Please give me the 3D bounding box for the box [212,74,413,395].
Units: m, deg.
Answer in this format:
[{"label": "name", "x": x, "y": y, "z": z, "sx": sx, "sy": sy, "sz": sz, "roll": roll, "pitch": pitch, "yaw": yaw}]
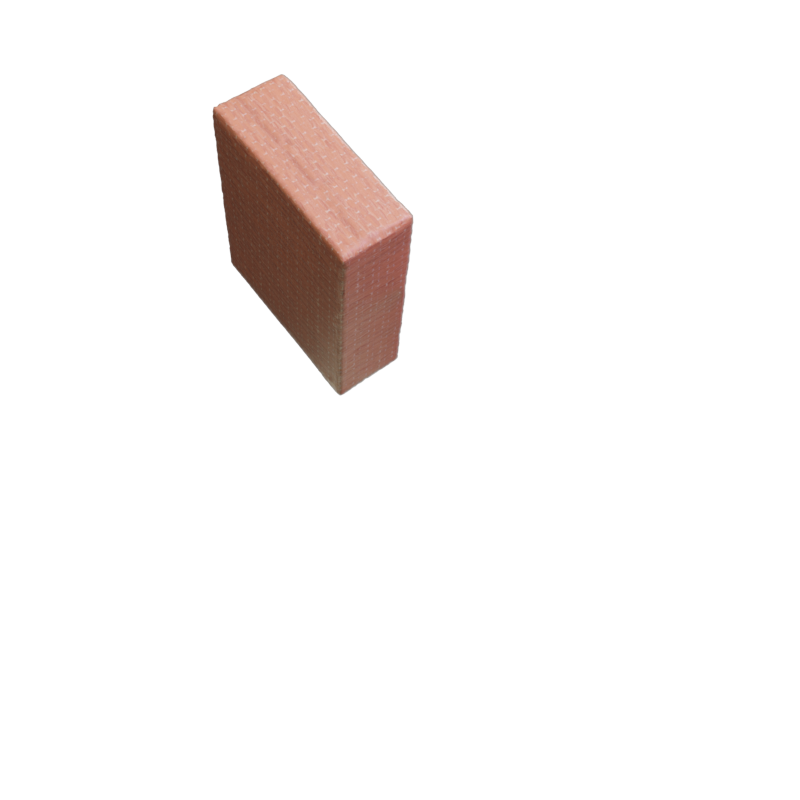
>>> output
[{"label": "box", "x": -0.068, "y": -0.123, "z": 0.864, "sx": 0.072, "sy": 0.174, "sz": 0.201, "roll": -31, "pitch": -23, "yaw": -18}]
